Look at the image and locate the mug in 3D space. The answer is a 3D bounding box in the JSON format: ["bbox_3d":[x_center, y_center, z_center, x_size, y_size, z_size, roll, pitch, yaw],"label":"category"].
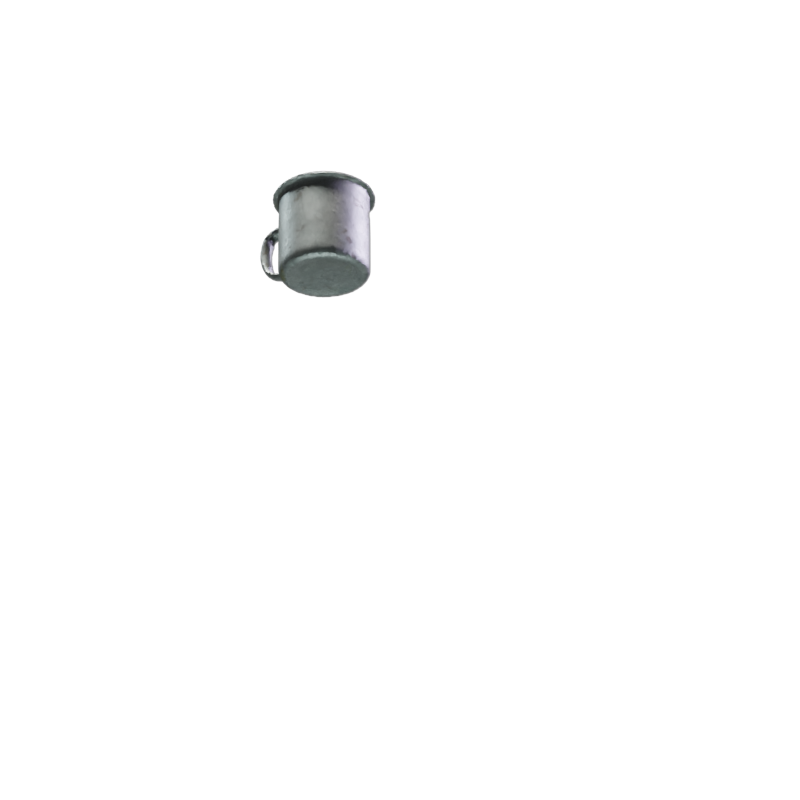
[{"bbox_3d":[-0.078,-0.142,0.992,0.118,0.087,0.087,-17,-31,28],"label":"mug"}]
